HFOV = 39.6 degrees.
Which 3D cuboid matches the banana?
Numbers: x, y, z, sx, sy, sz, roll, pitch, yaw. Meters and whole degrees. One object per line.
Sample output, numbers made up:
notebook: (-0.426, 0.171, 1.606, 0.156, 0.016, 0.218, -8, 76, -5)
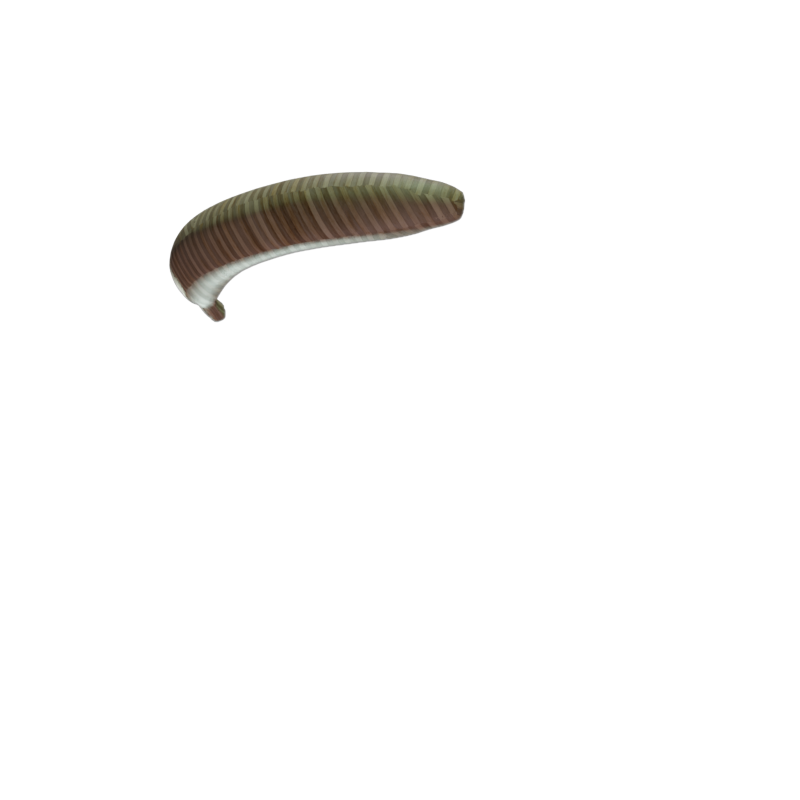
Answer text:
banana: (-0.061, -0.084, 0.564, 0.066, 0.038, 0.201, 14, -20, -43)
